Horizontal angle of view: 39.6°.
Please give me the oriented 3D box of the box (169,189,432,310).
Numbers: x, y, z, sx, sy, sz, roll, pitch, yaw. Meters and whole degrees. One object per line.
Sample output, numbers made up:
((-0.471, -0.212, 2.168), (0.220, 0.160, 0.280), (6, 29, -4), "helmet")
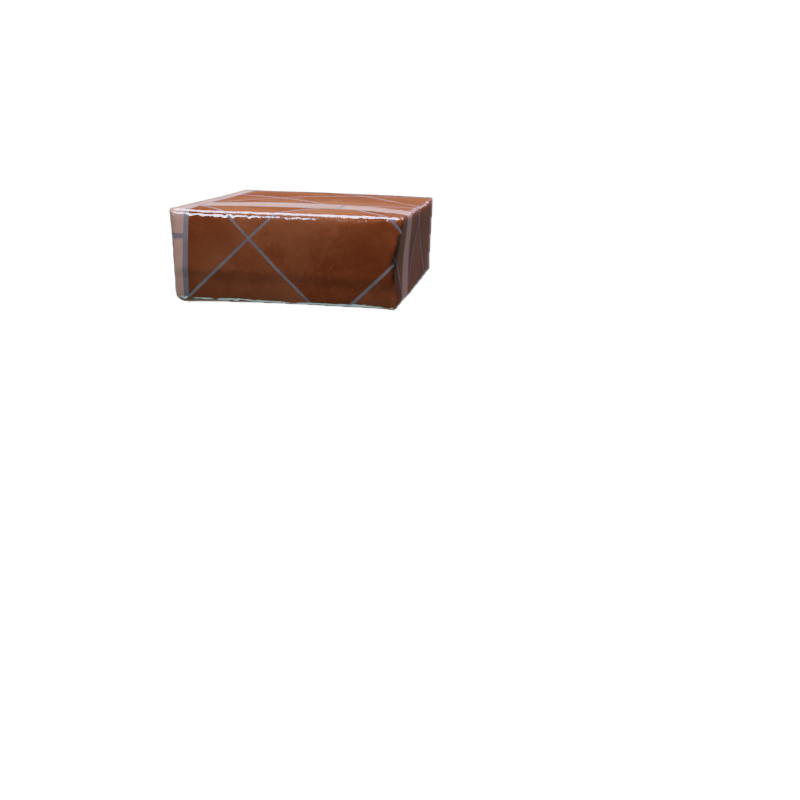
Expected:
((-0.036, -0.066, 0.462), (0.091, 0.038, 0.115), (2, 16, 8), "box")
